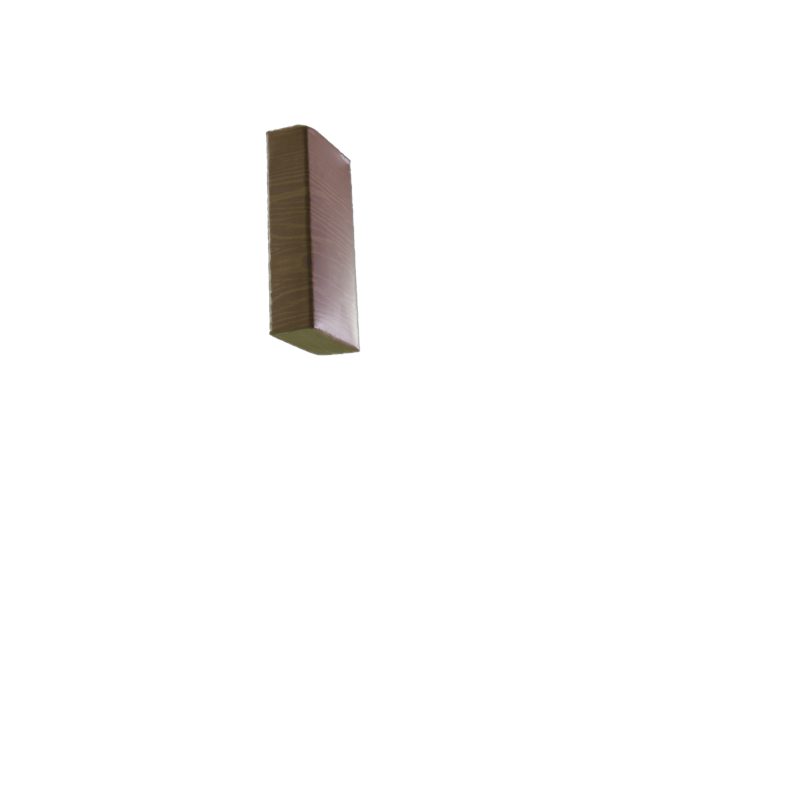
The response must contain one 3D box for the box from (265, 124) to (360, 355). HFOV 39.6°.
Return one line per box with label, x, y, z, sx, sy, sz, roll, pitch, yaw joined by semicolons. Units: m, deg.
box;-0.072;-0.131;0.920;0.049;0.184;0.088;-8;-18;22
